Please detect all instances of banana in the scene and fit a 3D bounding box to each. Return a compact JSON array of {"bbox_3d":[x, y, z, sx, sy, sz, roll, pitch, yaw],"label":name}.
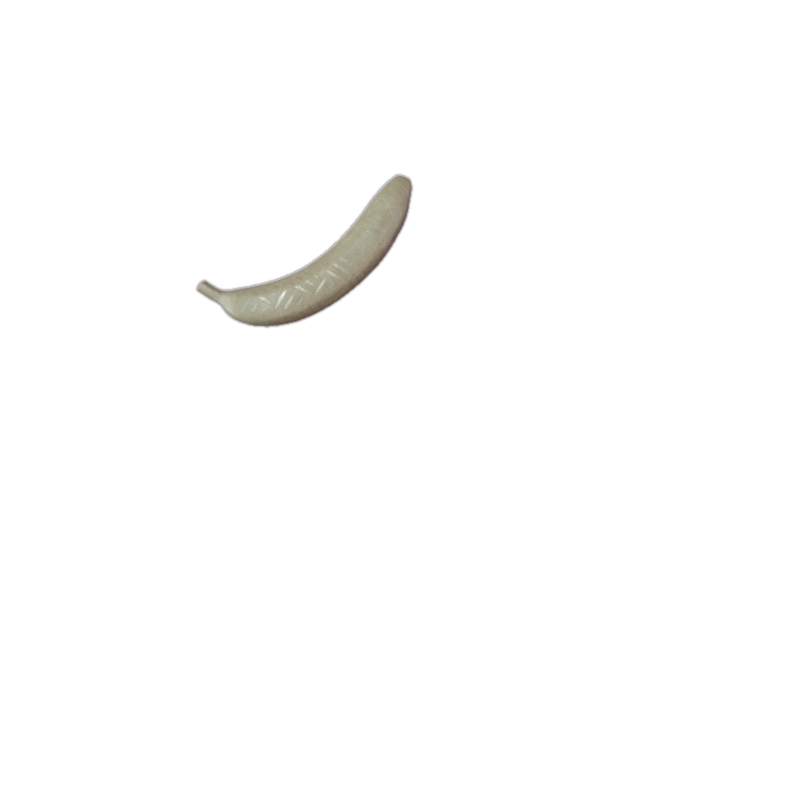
[{"bbox_3d":[-0.066,-0.111,0.905,0.198,0.071,0.036,-28,-4,-3],"label":"banana"}]
